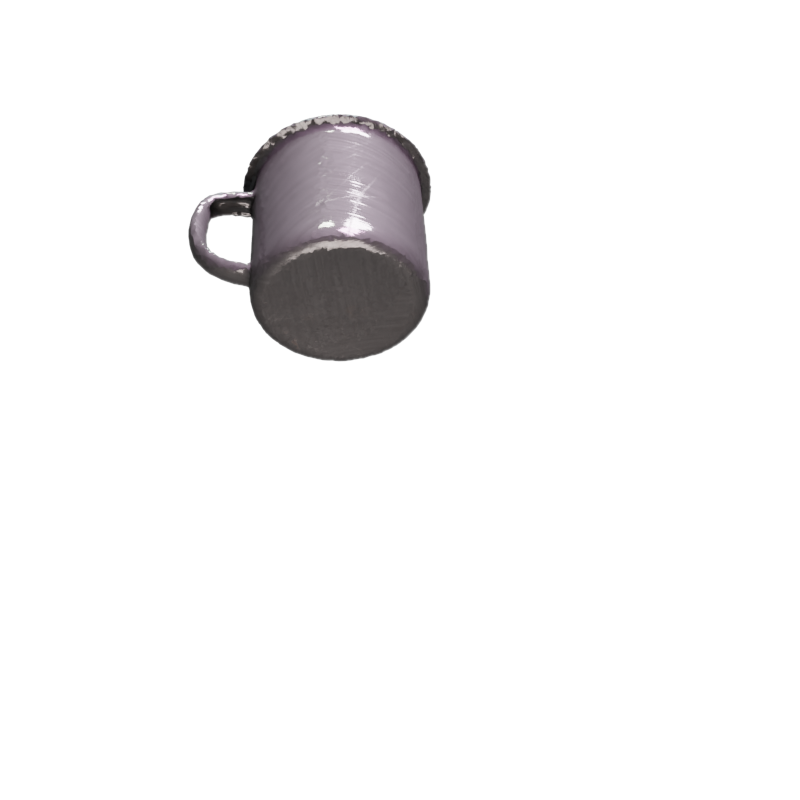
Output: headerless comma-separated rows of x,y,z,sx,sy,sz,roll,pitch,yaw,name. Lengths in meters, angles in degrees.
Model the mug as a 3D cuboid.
-0.041,-0.074,0.521,0.116,0.087,0.088,5,-45,-7,mug
